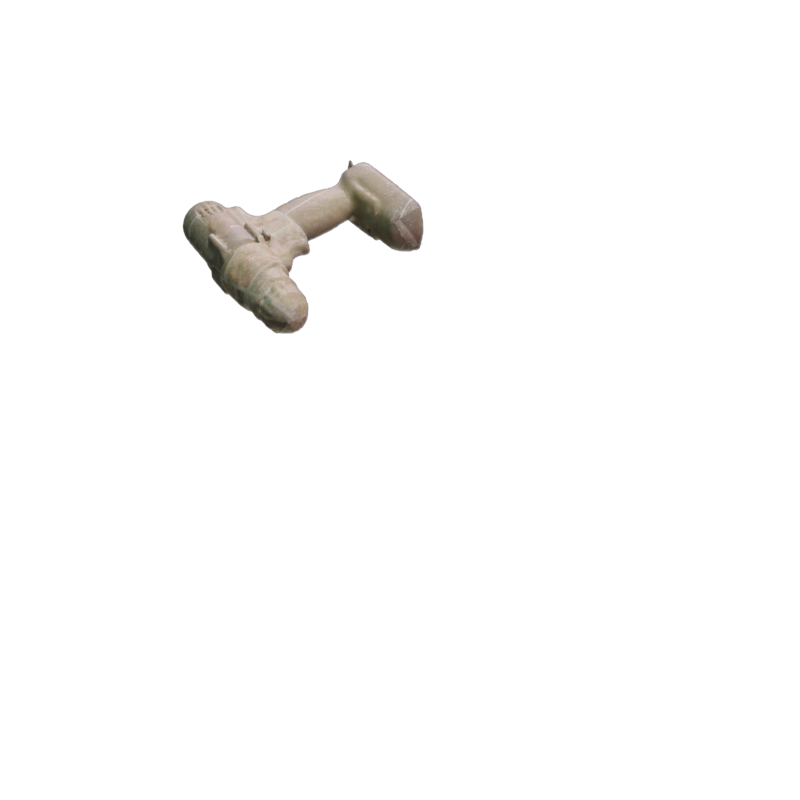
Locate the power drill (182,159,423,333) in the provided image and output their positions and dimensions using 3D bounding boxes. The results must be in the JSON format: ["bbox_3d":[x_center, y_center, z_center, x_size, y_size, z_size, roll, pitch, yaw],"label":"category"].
[{"bbox_3d":[-0.076,-0.139,0.972,0.186,0.054,0.199,-21,44,-24],"label":"power drill"}]
